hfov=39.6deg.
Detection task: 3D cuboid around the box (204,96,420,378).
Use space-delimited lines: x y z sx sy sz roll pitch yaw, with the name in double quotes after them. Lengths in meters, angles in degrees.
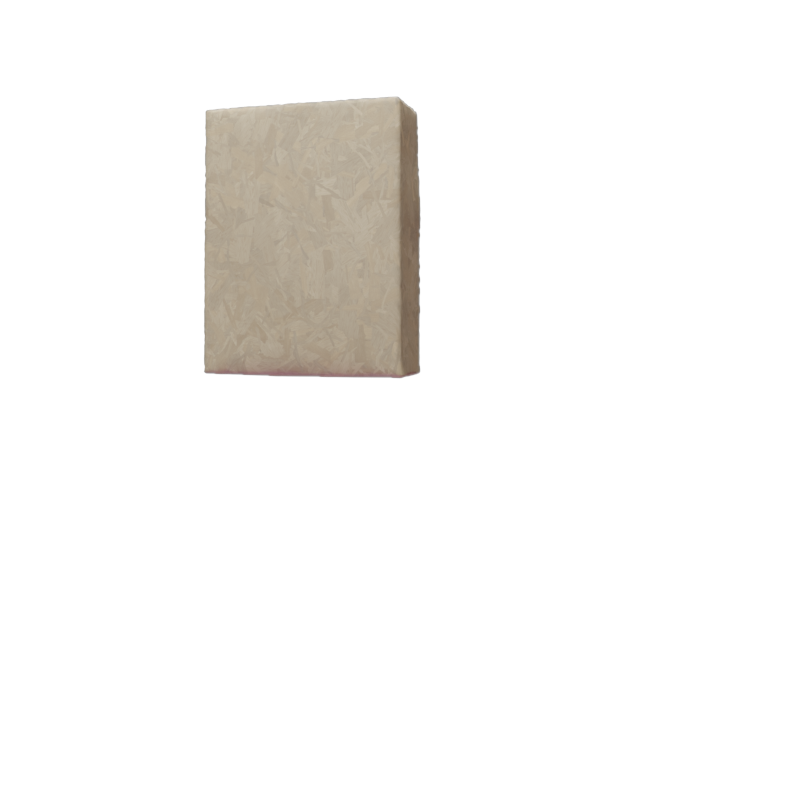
-0.069 -0.127 0.887 0.168 0.216 0.070 -1 -4 18 "box"
